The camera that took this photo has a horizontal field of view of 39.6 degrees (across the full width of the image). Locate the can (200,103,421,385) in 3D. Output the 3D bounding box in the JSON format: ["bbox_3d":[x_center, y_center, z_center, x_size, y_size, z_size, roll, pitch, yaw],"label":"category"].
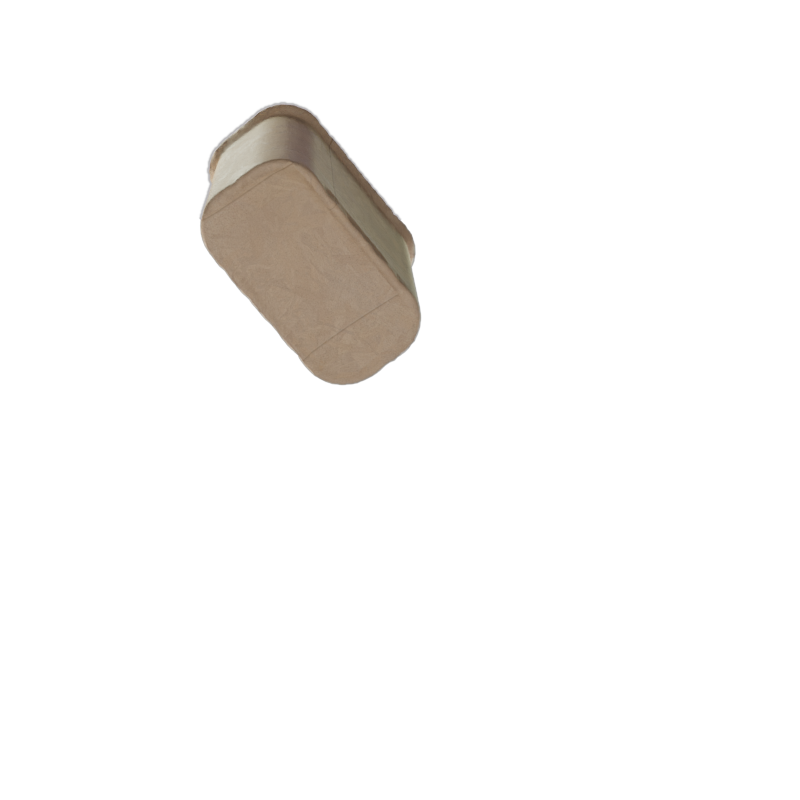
[{"bbox_3d":[-0.036,-0.066,0.462,0.057,0.098,0.088,-37,19,13],"label":"can"}]
